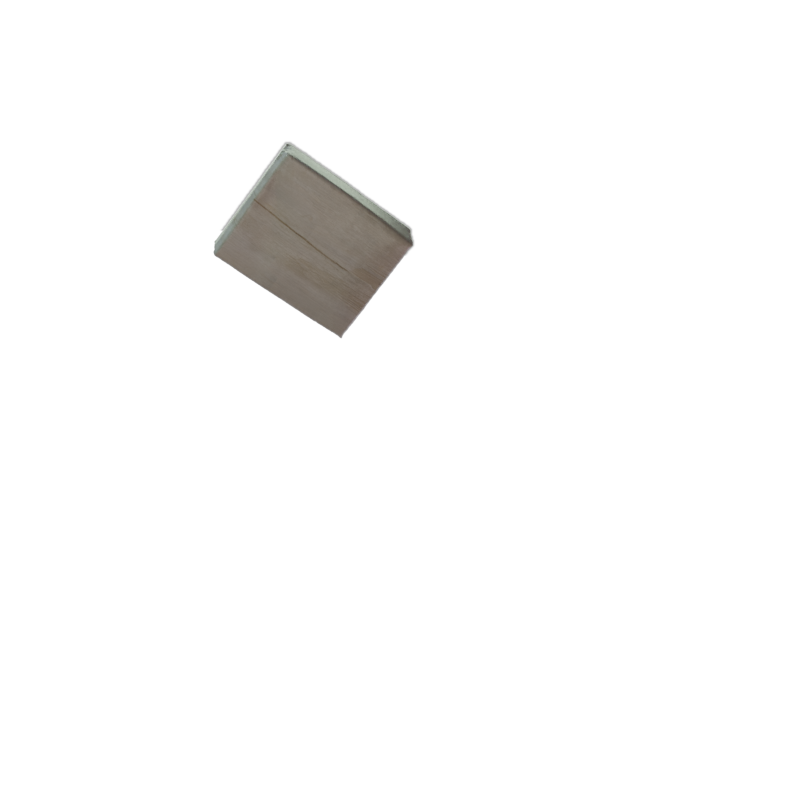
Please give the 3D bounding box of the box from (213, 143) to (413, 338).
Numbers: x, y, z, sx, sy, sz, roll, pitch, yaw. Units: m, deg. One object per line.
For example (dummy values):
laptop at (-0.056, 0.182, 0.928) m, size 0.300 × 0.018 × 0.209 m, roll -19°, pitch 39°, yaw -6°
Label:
box at (-0.061, -0.111, 0.776) m, size 0.111 × 0.088 × 0.041 m, roll 35°, pitch 15°, yaw -11°
